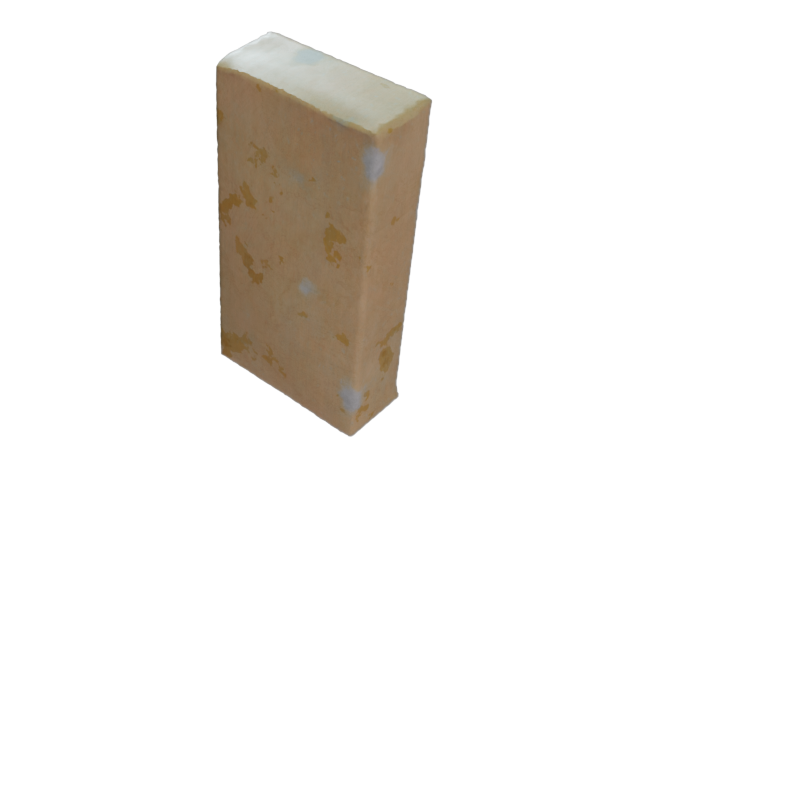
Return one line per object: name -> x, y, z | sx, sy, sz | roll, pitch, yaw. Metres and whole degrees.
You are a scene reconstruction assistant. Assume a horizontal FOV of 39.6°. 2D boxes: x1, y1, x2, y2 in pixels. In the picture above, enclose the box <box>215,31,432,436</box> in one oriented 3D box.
box -> -0.041, -0.074, 0.522 | 0.099, 0.164, 0.049 | 30, 49, 27
